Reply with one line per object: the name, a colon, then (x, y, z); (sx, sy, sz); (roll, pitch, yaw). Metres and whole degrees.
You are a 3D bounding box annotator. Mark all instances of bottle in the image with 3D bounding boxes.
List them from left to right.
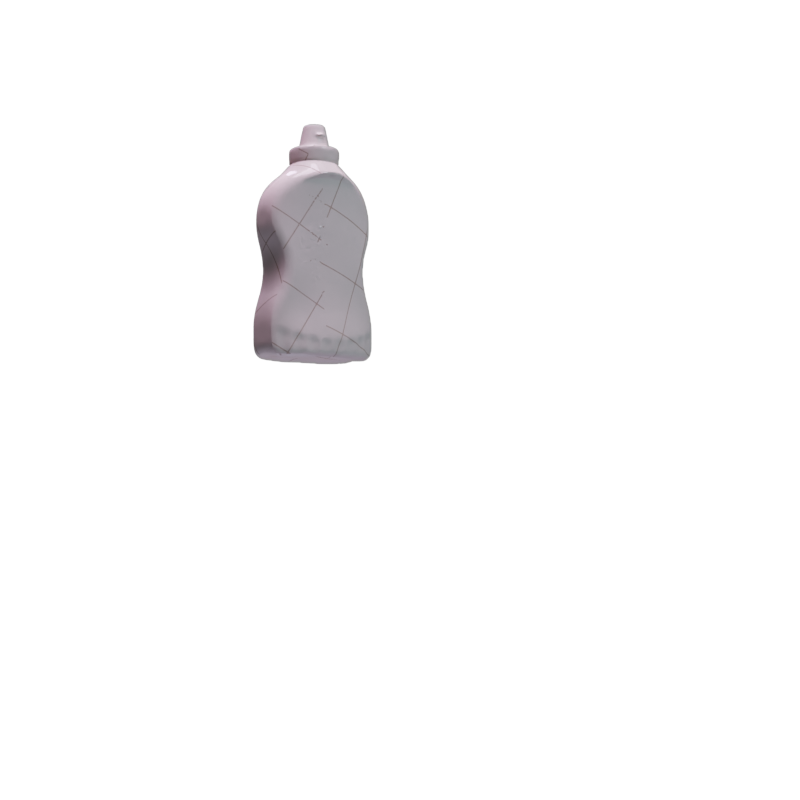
bottle: (-0.069, -0.127, 0.890); (0.092, 0.197, 0.059); (5, -12, -32)
